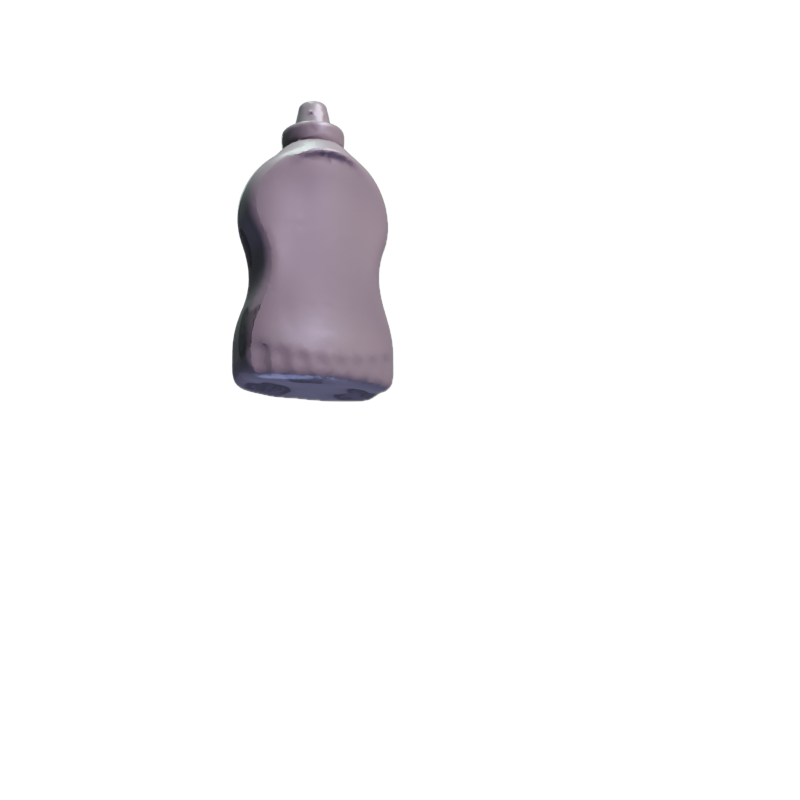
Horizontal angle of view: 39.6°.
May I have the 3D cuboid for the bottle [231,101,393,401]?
[{"bbox_3d":[-0.055,-0.099,0.694,0.093,0.201,0.057,6,-21,-20],"label":"bottle"}]
